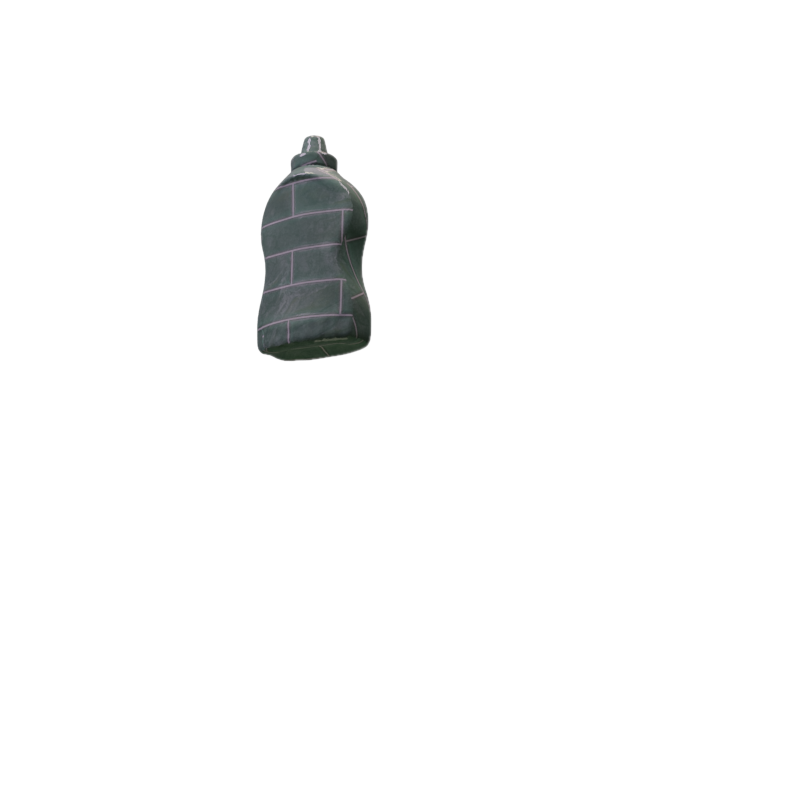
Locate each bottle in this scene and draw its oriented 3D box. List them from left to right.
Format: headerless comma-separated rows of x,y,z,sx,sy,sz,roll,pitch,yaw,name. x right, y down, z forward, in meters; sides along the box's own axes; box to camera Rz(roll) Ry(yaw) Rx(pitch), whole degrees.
-0.073,-0.133,0.936,0.098,0.200,0.055,-12,-21,31,bottle
